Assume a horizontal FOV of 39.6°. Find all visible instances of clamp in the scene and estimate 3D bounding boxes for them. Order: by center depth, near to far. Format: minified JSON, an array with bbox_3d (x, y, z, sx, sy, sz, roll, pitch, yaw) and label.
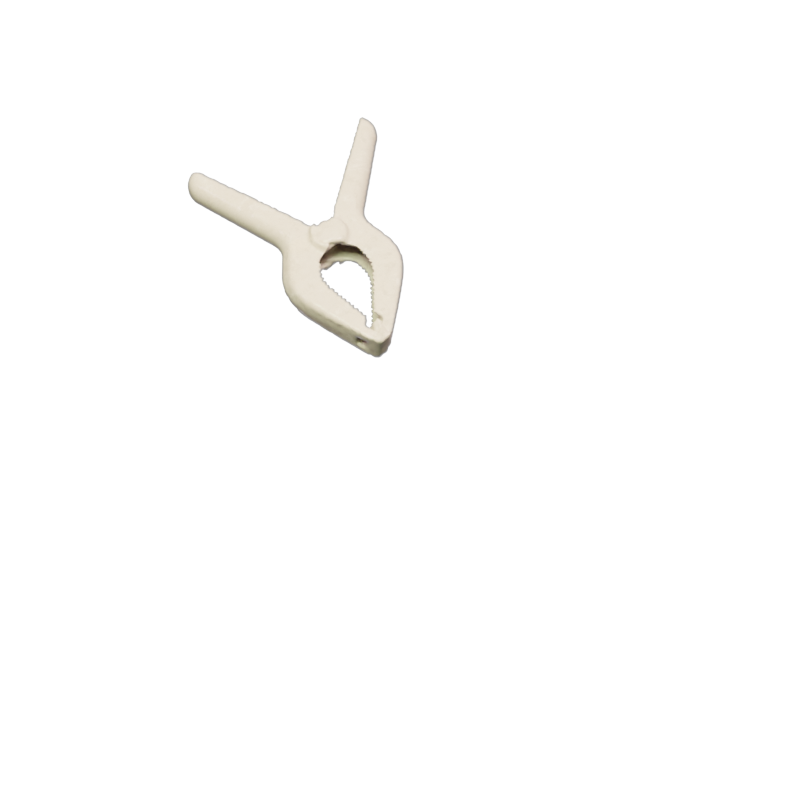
[{"bbox_3d":[-0.068,-0.124,0.869,0.163,0.225,0.034,-16,-30,-9],"label":"clamp"}]
